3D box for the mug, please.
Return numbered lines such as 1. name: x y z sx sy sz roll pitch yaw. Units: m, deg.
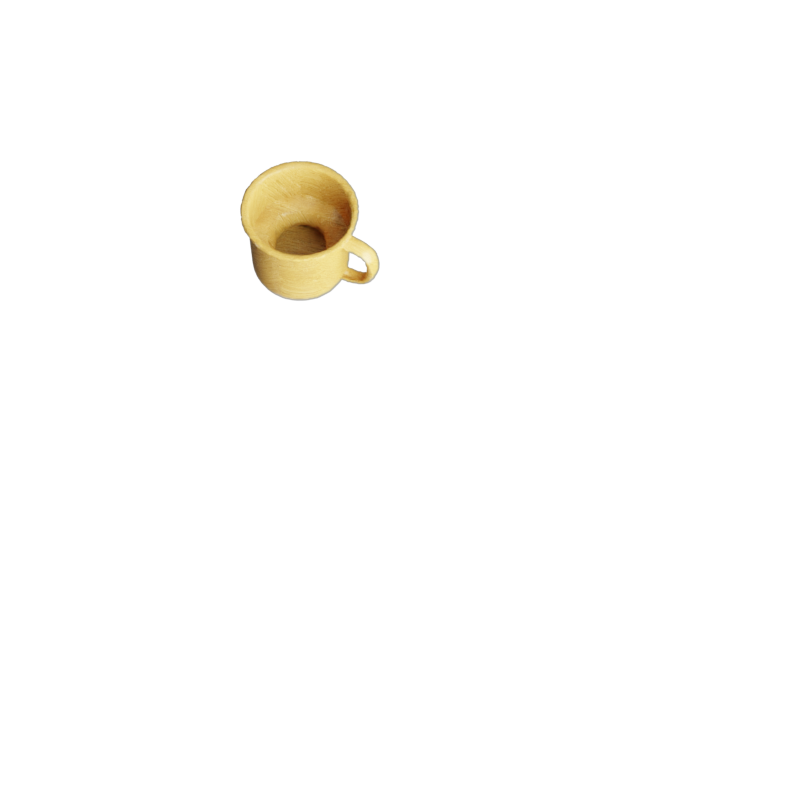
1. mug: -0.070 -0.128 0.897 0.120 0.096 0.077 24 -26 11
